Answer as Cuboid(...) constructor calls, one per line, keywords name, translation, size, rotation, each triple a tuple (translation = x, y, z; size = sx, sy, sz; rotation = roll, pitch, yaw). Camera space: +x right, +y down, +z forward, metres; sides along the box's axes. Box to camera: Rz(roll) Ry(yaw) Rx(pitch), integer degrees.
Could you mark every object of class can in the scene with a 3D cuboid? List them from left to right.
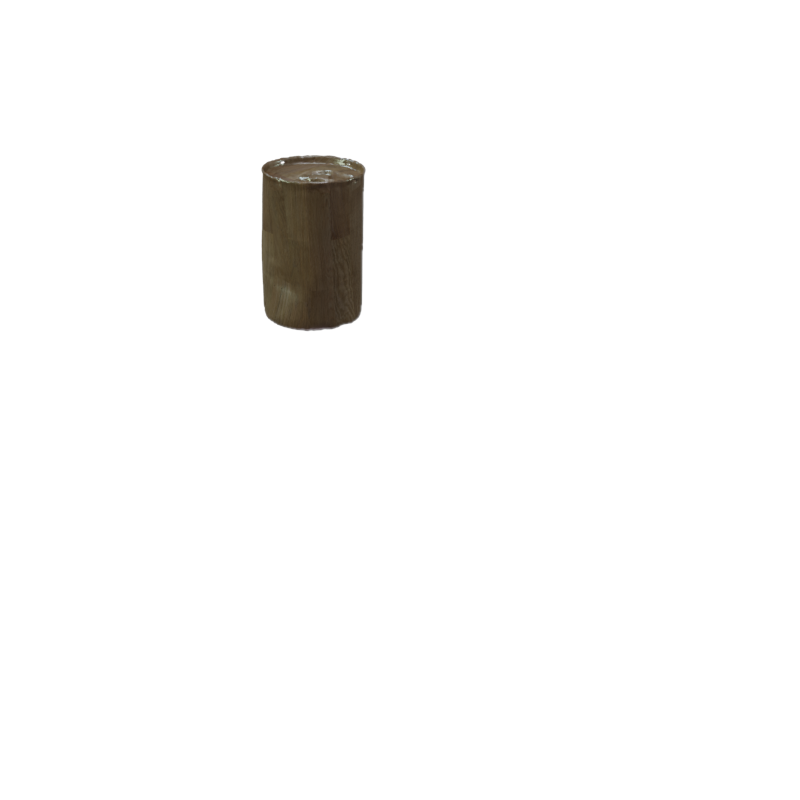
Cuboid(name="can", translation=(-0.058, -0.105, 0.736), size=(0.068, 0.098, 0.072), rotation=(0, 21, -2))
